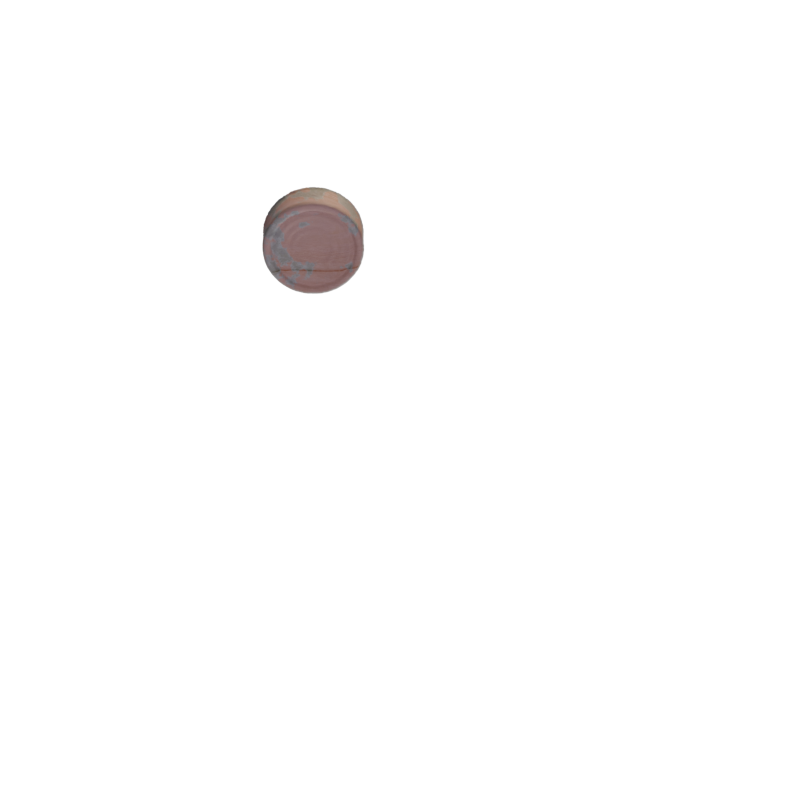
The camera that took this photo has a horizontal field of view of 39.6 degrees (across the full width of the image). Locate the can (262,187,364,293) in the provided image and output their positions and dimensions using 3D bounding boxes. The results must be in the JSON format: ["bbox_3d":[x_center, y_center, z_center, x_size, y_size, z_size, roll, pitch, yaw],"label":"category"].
[{"bbox_3d":[-0.073,-0.132,0.928,0.086,0.081,0.036,1,28,-1],"label":"can"}]
